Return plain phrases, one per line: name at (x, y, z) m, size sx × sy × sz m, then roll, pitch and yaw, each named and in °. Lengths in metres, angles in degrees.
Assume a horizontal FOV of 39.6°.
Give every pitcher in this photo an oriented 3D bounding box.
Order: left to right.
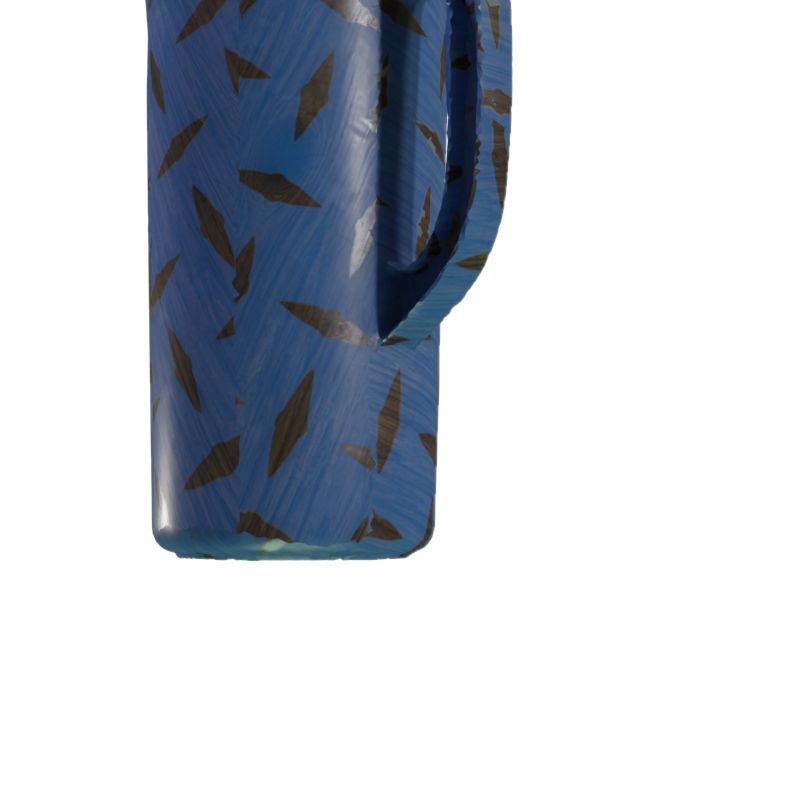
pitcher at (-0.035, -0.063, 0.442) m, size 0.145 × 0.251 × 0.145 m, roll 0°, pitch -12°, yaw -1°
